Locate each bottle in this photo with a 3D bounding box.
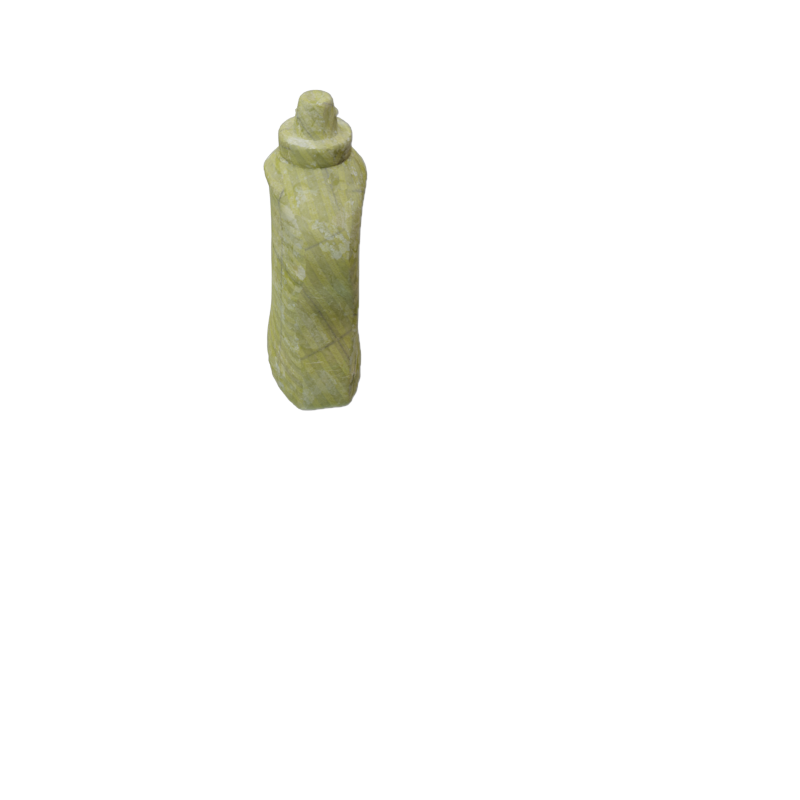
[{"bbox_3d":[-0.051,-0.093,0.651,0.058,0.179,0.104,-4,39,-9],"label":"bottle"}]
